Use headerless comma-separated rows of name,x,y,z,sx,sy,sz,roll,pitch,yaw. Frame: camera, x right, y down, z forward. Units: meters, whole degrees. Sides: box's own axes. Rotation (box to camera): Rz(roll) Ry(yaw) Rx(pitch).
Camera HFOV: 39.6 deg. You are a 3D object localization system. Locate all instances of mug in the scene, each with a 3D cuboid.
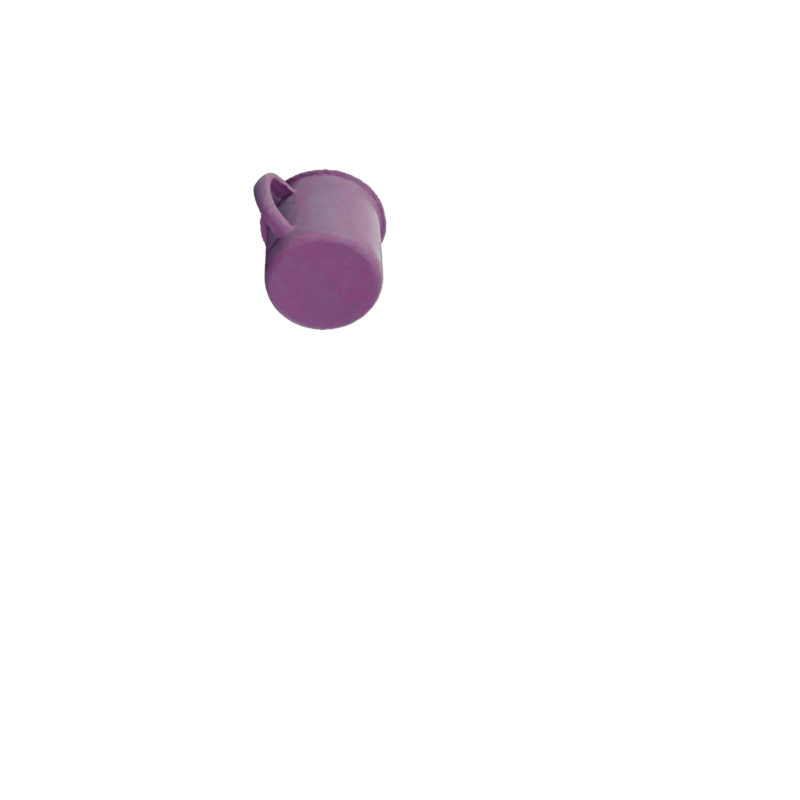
mug,-0.061,-0.111,0.778,0.093,0.110,0.087,-31,30,18
